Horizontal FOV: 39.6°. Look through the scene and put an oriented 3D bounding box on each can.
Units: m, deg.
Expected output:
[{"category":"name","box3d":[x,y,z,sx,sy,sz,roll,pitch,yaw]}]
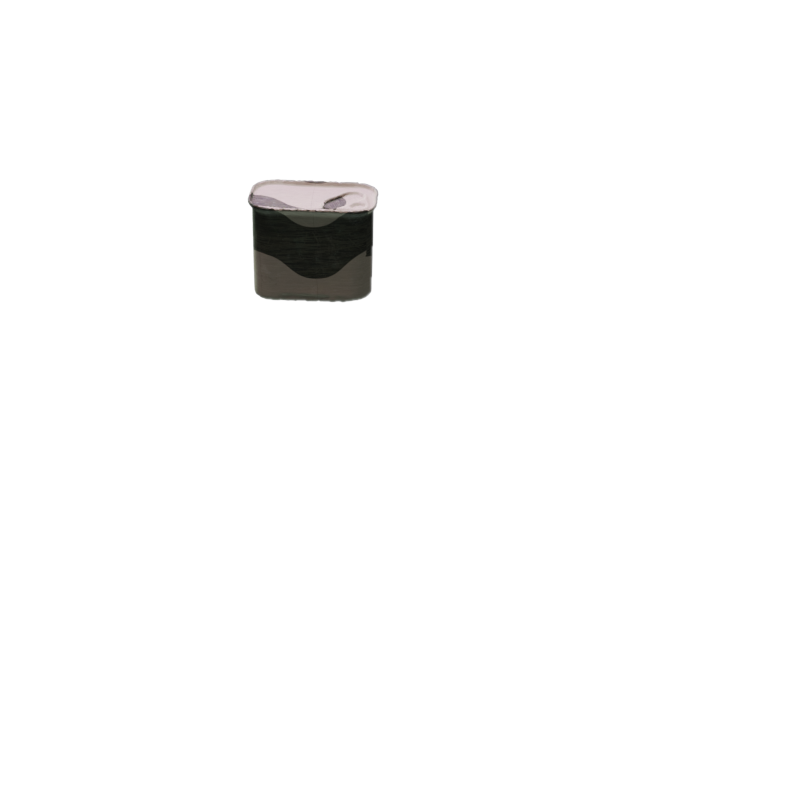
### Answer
[{"category":"can","box3d":[-0.070,-0.128,0.895,0.102,0.079,0.061,3,29,3]}]
